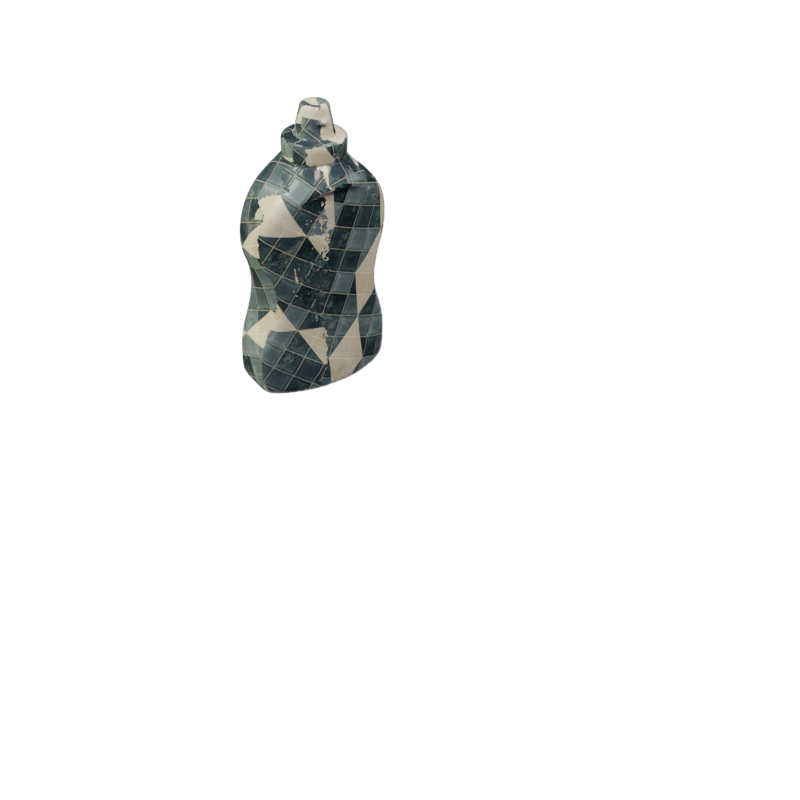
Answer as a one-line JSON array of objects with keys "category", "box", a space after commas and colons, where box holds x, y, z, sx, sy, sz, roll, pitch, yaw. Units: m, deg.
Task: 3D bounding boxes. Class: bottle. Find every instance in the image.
[{"category": "bottle", "box": [-0.055, -0.101, 0.708, 0.095, 0.180, 0.063, -16, 36, -27]}]
